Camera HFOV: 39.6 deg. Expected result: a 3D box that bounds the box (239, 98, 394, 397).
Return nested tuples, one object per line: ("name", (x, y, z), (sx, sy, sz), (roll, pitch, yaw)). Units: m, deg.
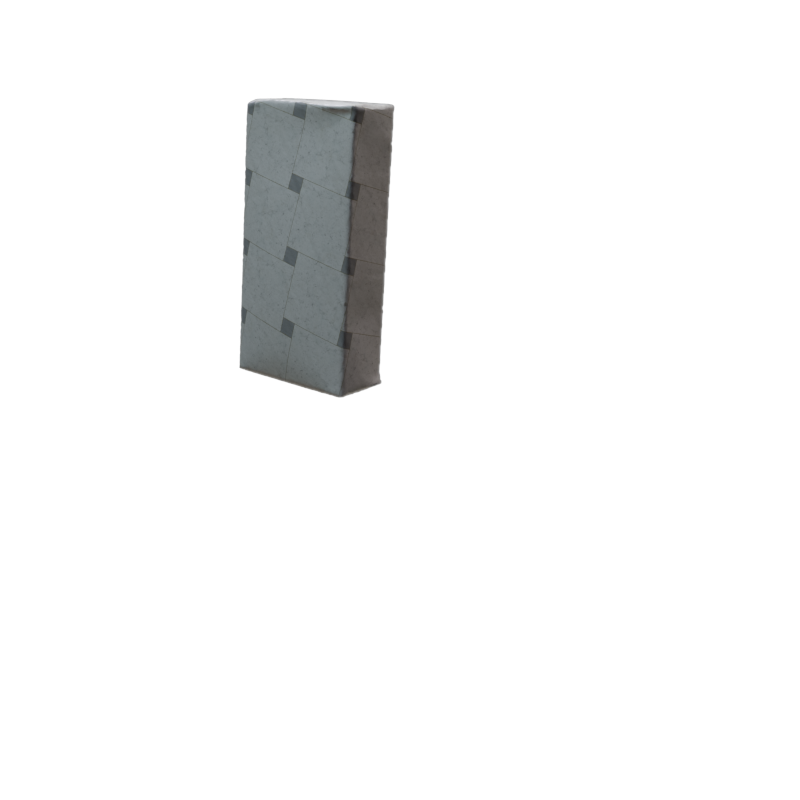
("box", (-0.055, -0.099, 0.693), (0.098, 0.172, 0.047), (11, 14, 40))
